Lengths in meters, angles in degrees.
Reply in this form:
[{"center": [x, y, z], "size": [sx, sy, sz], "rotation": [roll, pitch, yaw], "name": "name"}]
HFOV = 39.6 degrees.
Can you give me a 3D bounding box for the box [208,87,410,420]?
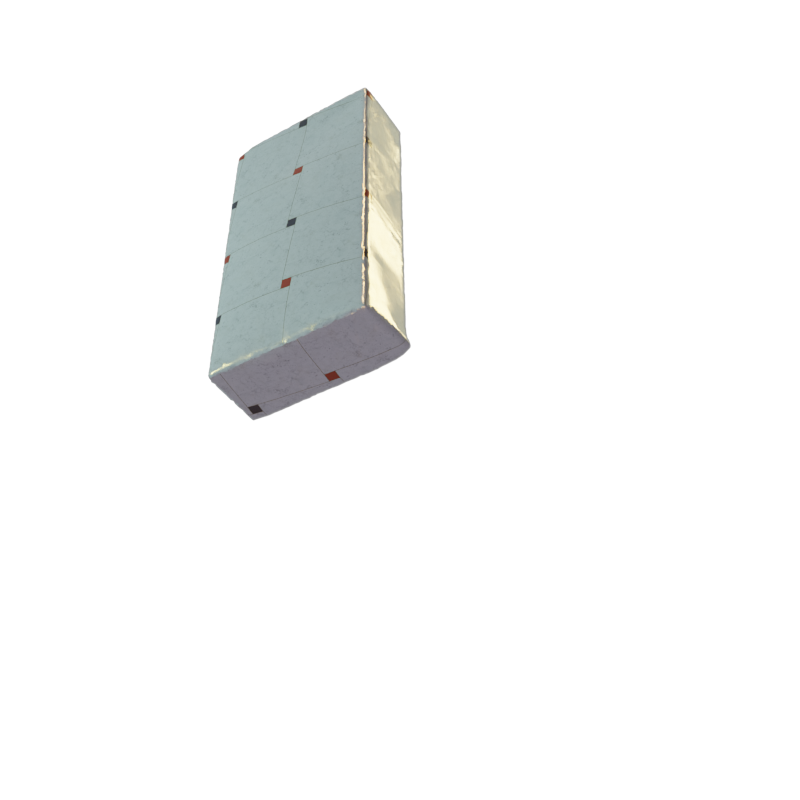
[{"center": [-0.046, -0.083, 0.582], "size": [0.094, 0.189, 0.044], "rotation": [-24, -47, 21], "name": "box"}]
